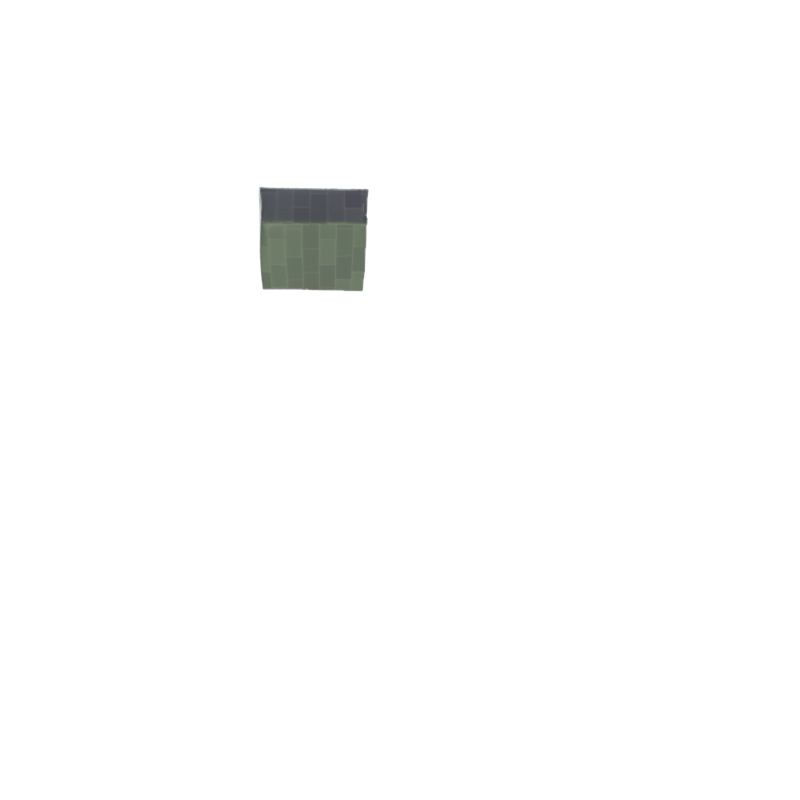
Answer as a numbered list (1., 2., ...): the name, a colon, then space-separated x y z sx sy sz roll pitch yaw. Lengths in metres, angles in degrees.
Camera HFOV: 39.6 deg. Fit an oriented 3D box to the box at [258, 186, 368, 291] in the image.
1. box: -0.073 -0.133 0.930 0.090 0.041 0.107 1 -25 -3
